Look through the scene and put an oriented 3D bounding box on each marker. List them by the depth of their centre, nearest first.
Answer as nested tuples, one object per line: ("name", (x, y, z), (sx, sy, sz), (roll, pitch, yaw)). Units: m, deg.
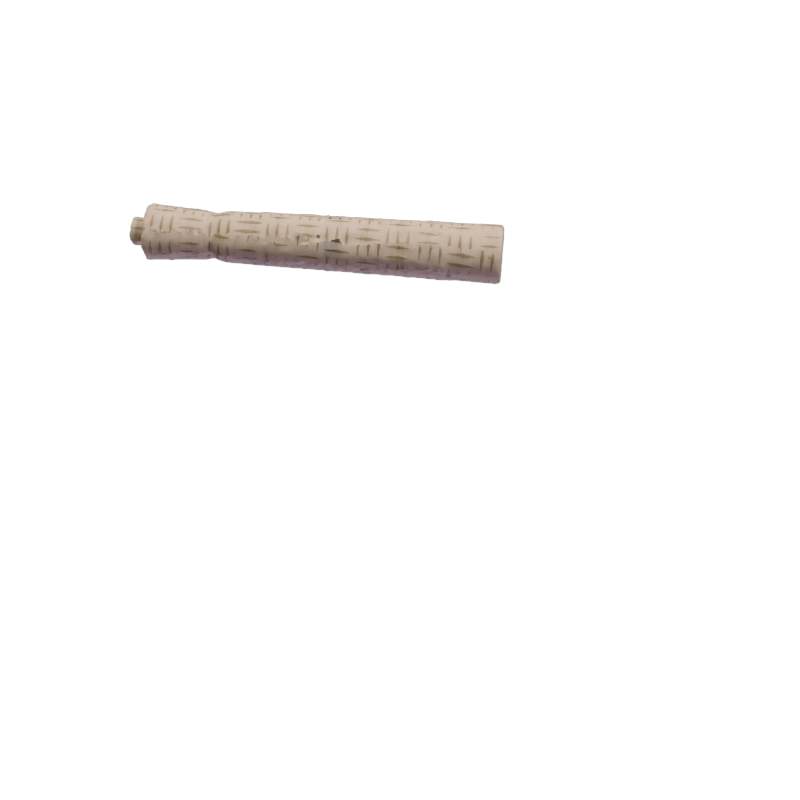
("marker", (-0.028, -0.051, 0.359), (0.122, 0.020, 0.020), (5, 5, 9))
